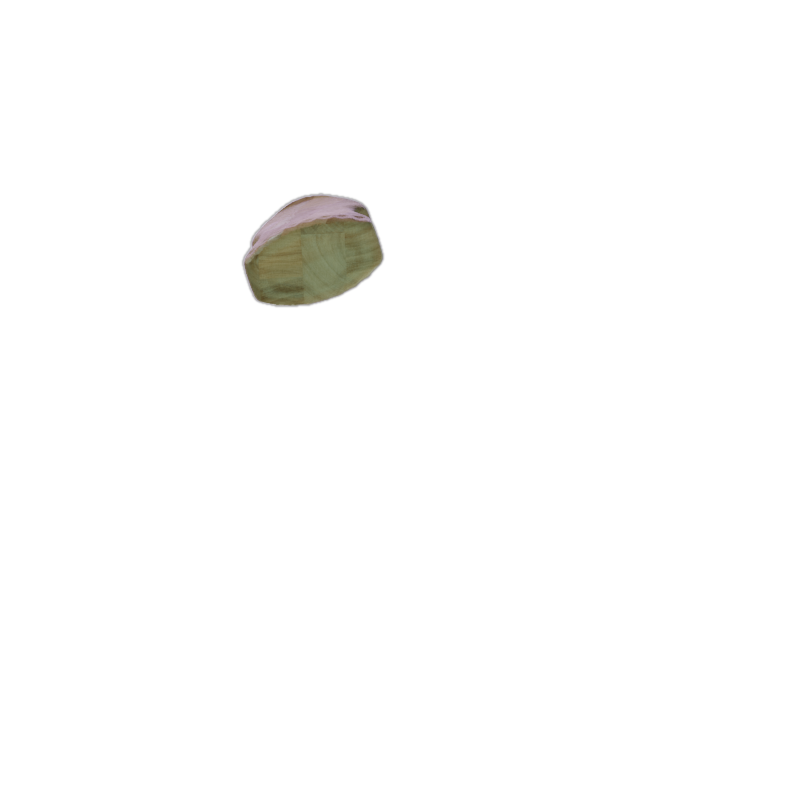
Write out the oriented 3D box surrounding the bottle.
[{"bbox_3d":[-0.067,-0.123,0.855,0.096,0.056,0.198,-19,17,2],"label":"bottle"}]
